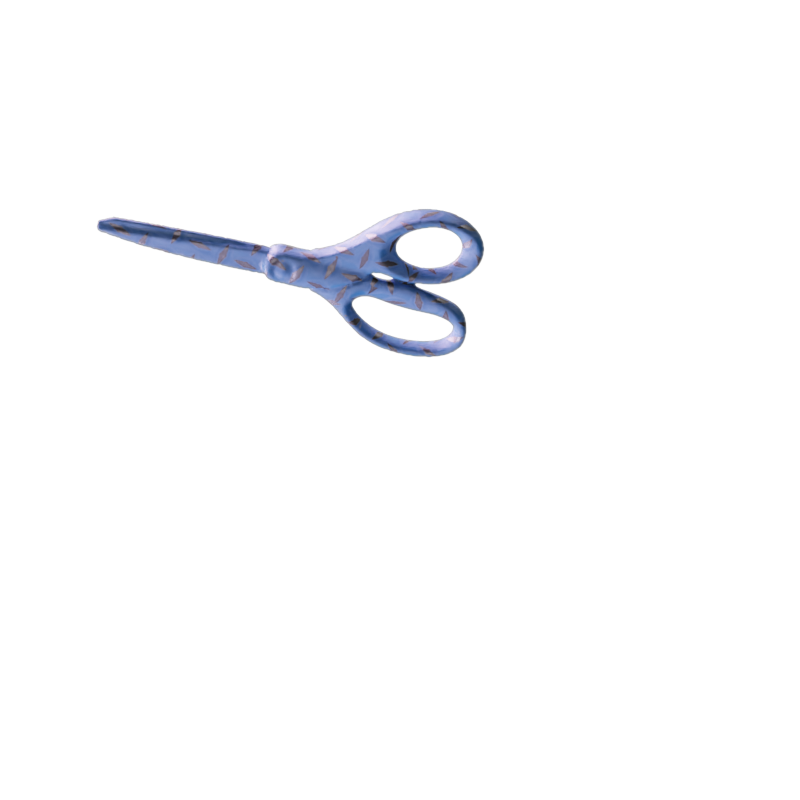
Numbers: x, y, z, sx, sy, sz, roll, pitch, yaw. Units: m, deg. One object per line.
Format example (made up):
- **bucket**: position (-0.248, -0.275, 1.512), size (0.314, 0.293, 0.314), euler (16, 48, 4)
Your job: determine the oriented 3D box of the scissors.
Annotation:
- **scissors**: position (-0.045, -0.081, 0.570), size (0.195, 0.093, 0.017), euler (25, 31, -16)
